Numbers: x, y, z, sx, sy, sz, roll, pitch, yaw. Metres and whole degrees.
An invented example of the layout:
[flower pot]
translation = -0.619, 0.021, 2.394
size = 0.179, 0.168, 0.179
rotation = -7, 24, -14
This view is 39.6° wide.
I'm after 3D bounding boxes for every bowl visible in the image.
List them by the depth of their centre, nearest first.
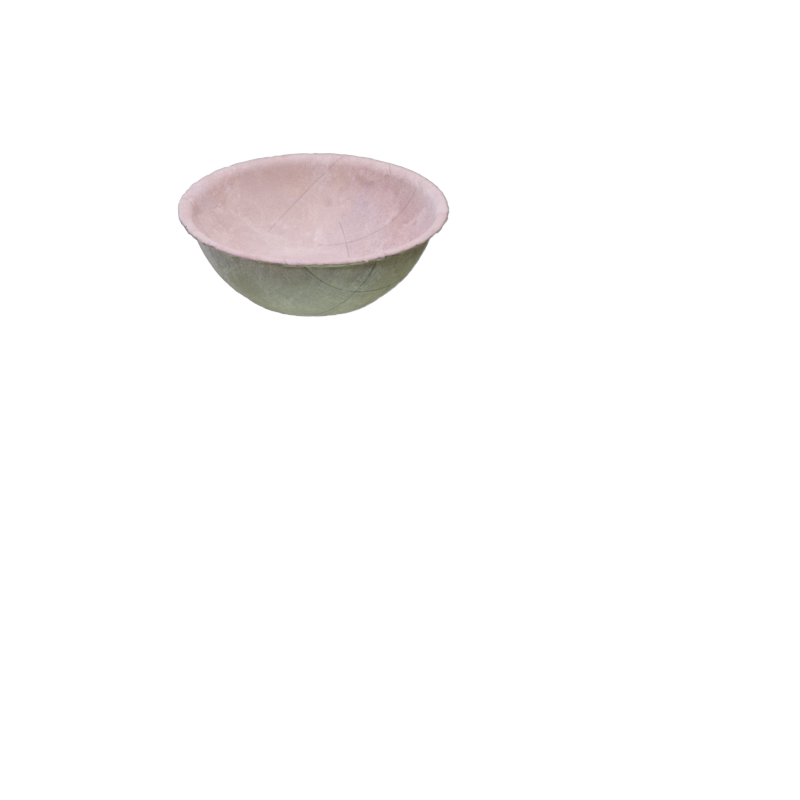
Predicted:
[bowl]
translation = -0.053, -0.096, 0.674
size = 0.162, 0.052, 0.172
rotation = -1, 31, -2
